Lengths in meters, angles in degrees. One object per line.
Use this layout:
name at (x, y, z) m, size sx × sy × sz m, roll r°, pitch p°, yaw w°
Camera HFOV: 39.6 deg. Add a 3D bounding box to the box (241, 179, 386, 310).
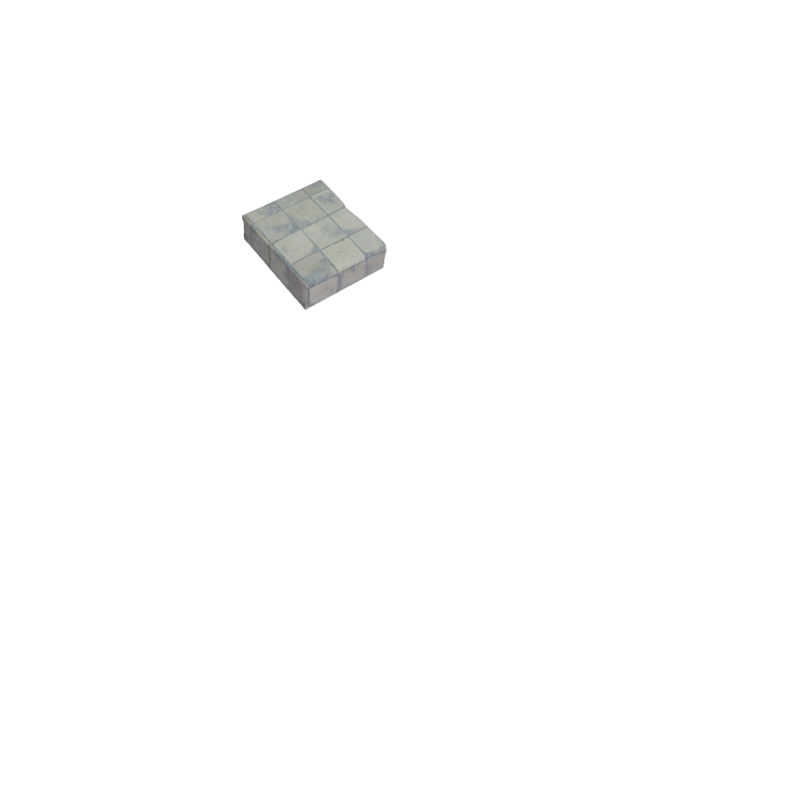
box at (-0.065, -0.119, 0.834) m, size 0.073 × 0.028 × 0.096 m, roll -28°, pitch 56°, yaw -22°
